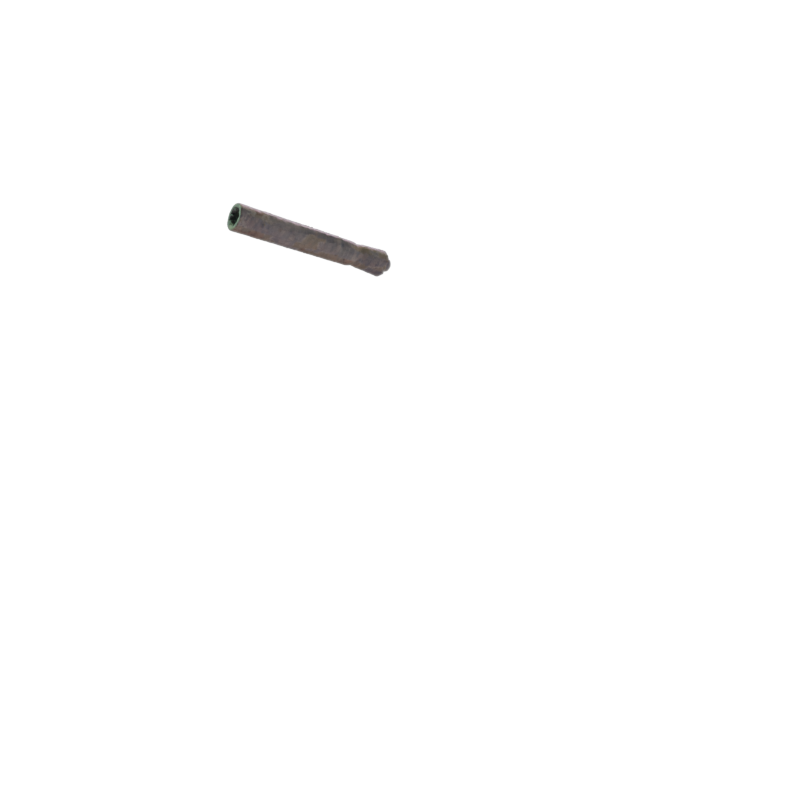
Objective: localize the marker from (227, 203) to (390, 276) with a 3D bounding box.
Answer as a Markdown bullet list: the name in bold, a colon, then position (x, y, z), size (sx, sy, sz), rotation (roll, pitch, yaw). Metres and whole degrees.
- **marker**: position (-0.058, -0.105, 0.738), size (0.115, 0.020, 0.020), rotation (14, -4, -29)
